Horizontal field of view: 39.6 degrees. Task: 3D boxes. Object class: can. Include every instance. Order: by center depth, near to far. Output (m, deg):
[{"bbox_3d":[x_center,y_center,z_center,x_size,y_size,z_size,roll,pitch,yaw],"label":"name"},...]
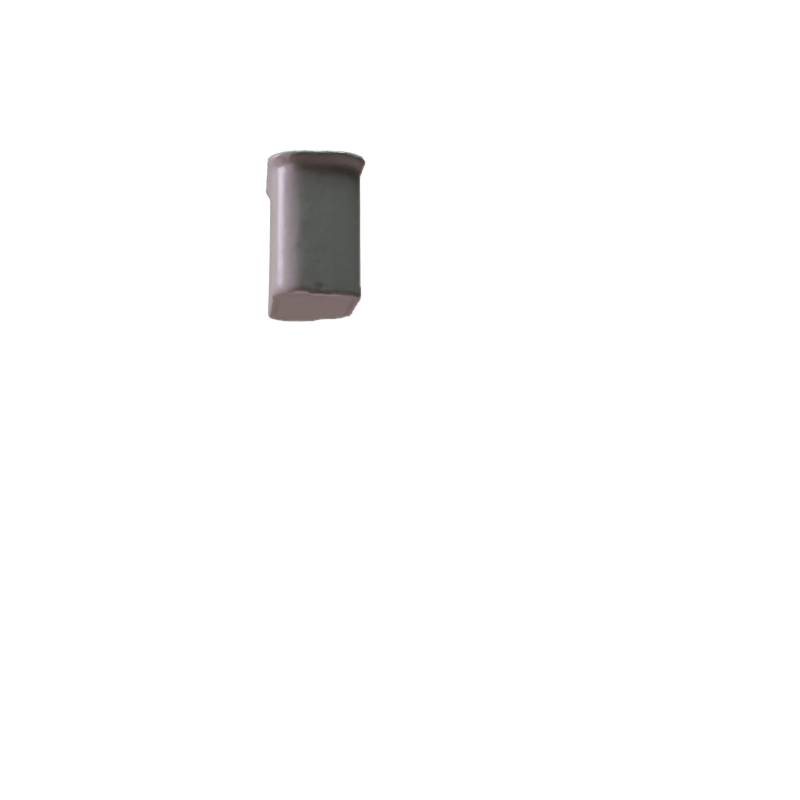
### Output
[{"bbox_3d":[-0.053,-0.096,0.671,0.057,0.086,0.100,1,-8,-7],"label":"can"}]
